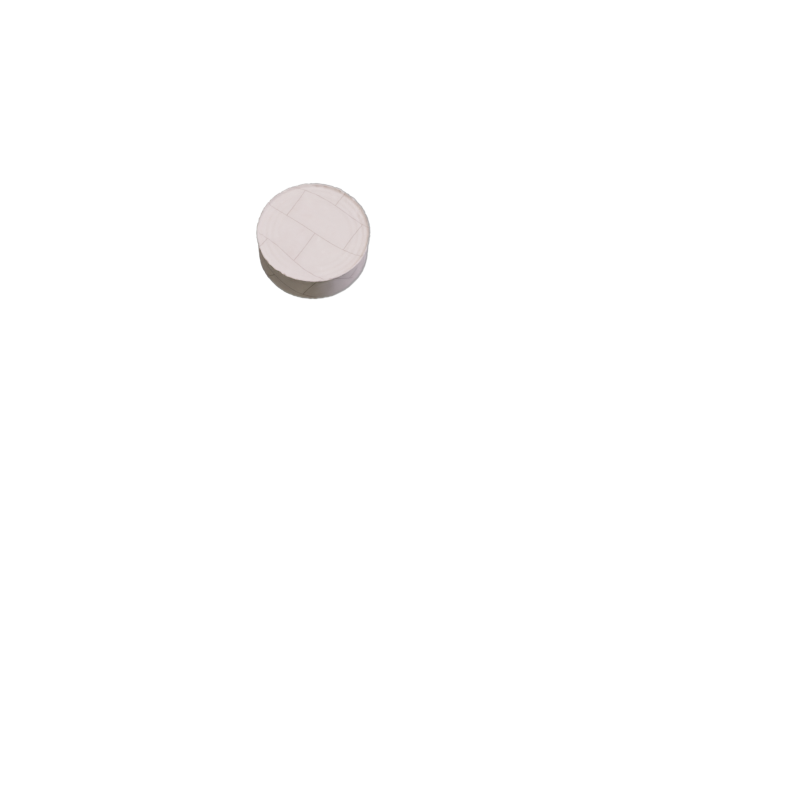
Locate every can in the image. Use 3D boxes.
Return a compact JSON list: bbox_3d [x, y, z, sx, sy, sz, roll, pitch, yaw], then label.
[{"bbox_3d":[-0.066,-0.121,0.846,0.086,0.091,0.032,-1,-28,-1],"label":"can"}]
